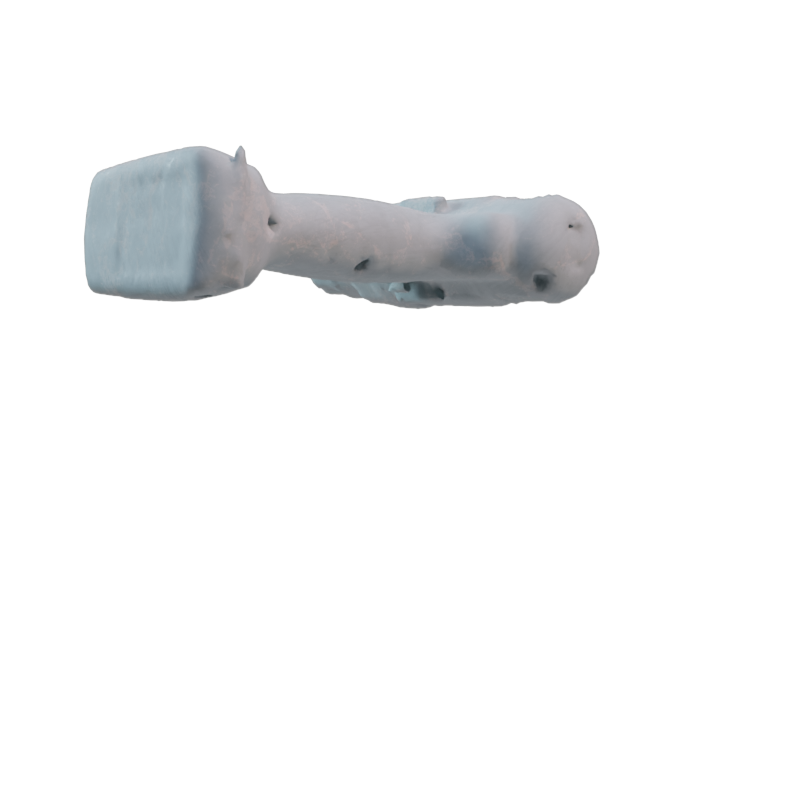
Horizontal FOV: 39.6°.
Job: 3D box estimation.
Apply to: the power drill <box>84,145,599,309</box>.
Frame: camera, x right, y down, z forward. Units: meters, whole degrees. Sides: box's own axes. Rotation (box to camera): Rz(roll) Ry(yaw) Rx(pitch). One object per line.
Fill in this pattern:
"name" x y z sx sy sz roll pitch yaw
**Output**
"power drill" -0.038 -0.070 0.488 0.180 0.058 0.191 -2 4 -37
